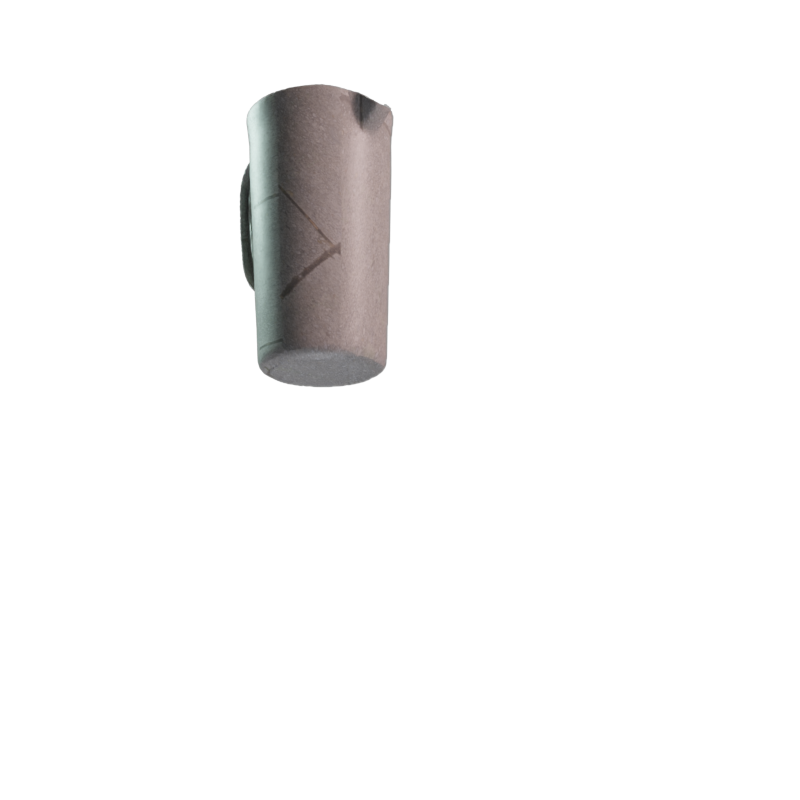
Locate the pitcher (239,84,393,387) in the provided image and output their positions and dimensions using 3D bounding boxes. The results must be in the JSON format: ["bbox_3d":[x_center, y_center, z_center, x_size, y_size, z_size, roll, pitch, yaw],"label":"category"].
[{"bbox_3d":[-0.076,-0.138,0.968,0.145,0.254,0.142,-1,-19,0],"label":"pitcher"}]
